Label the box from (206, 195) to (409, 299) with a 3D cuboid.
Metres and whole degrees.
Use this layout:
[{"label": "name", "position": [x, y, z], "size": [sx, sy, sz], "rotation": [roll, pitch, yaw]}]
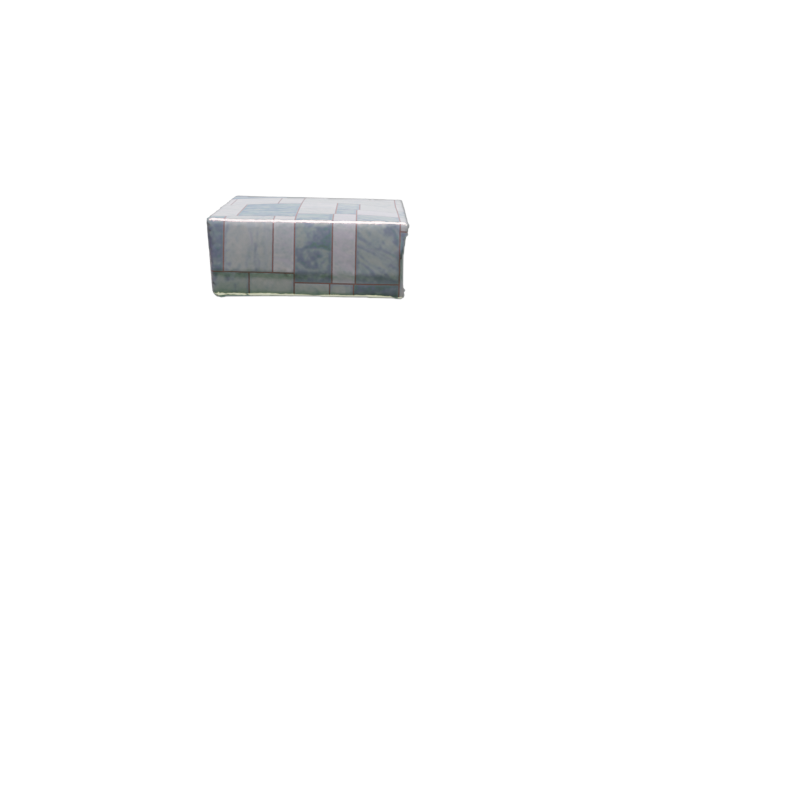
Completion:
[{"label": "box", "position": [-0.042, -0.077, 0.538], "size": [0.090, 0.038, 0.117], "rotation": [0, 17, 0]}]
